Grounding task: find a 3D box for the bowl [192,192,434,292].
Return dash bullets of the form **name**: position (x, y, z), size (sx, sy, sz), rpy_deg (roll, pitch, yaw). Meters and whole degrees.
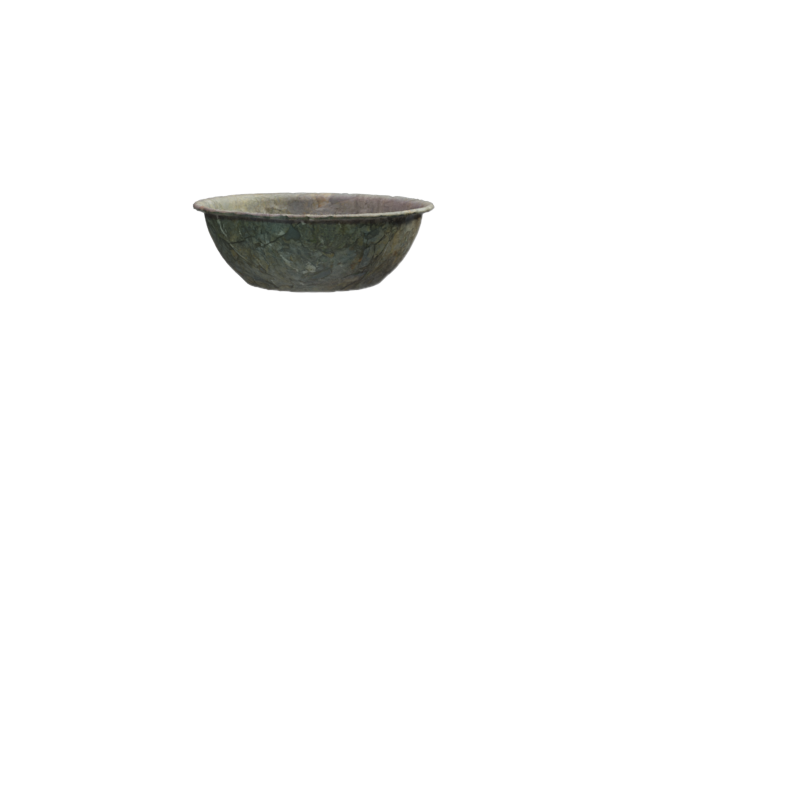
- **bowl**: position (-0.058, -0.106, 0.746), size (0.162, 0.054, 0.167), rpy_deg (0, 14, -2)
